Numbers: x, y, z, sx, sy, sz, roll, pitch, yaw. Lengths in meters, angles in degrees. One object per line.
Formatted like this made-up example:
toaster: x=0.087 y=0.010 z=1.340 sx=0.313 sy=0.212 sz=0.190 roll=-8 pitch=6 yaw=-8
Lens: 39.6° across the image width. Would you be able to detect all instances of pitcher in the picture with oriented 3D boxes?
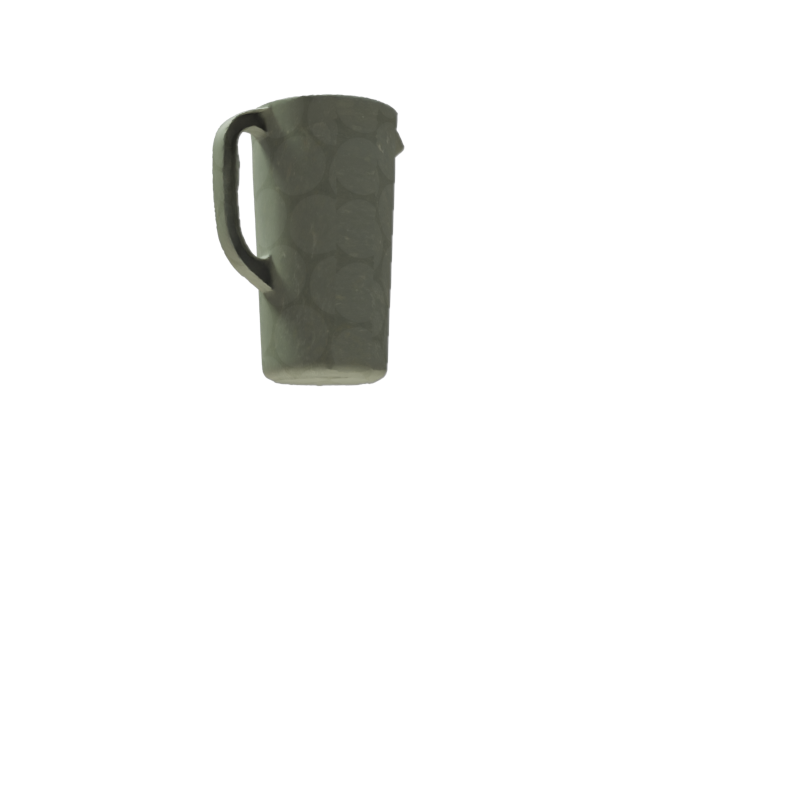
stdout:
pitcher: x=-0.076 y=-0.138 z=0.966 sx=0.151 sy=0.249 sz=0.140 roll=-2 pitch=-9 yaw=10
